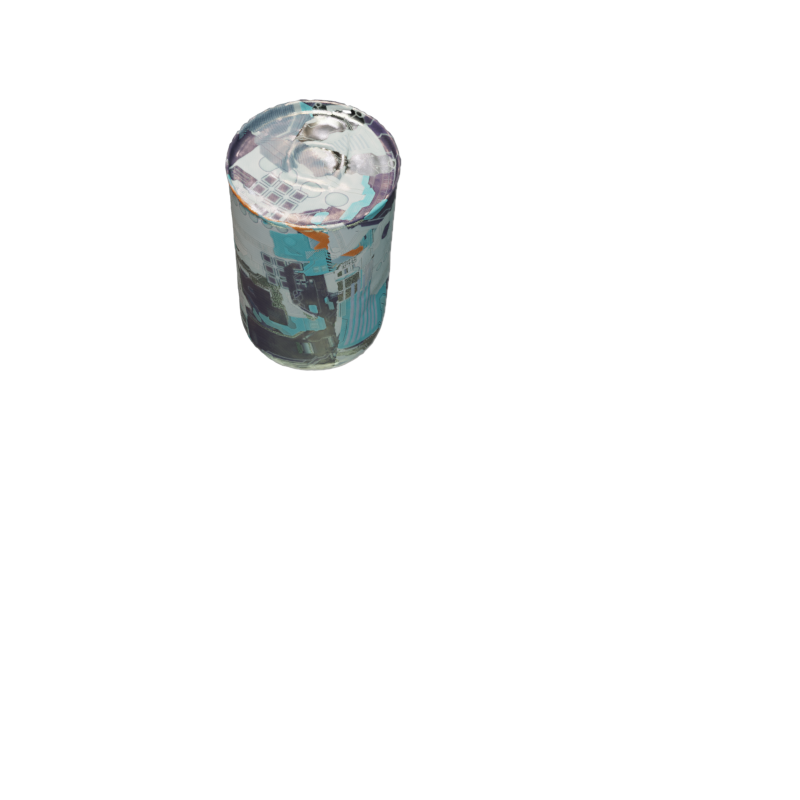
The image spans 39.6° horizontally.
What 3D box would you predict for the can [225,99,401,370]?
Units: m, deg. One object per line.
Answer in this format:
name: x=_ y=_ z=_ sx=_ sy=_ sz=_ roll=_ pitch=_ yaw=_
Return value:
can: x=-0.037 y=-0.067 z=0.467 sx=0.068 sy=0.073 sz=0.096 roll=0 pitch=-34 yaw=-3
